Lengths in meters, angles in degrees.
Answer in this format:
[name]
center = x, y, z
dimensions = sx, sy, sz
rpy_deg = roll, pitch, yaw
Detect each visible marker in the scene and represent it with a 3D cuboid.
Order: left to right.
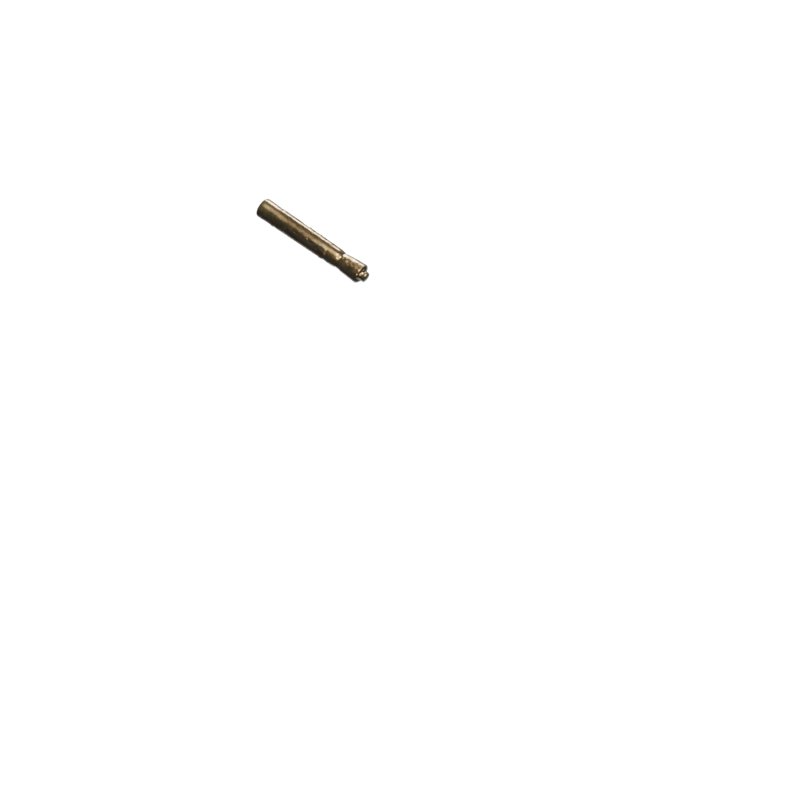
[marker]
center = -0.078, -0.142, 0.998
dimensions = 0.127, 0.019, 0.019
rpy_deg = 36, 16, 20
